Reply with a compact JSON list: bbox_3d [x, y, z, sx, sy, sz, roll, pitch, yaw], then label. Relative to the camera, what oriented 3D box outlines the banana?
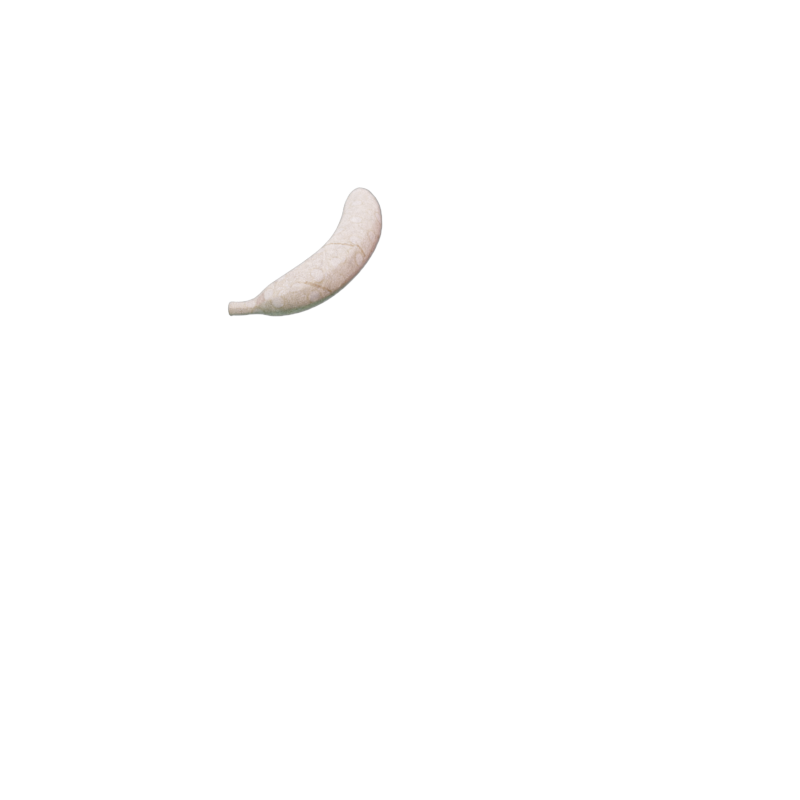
[{"bbox_3d":[-0.058,-0.123,0.914,0.073,0.034,0.202,21,44,22],"label":"banana"}]
